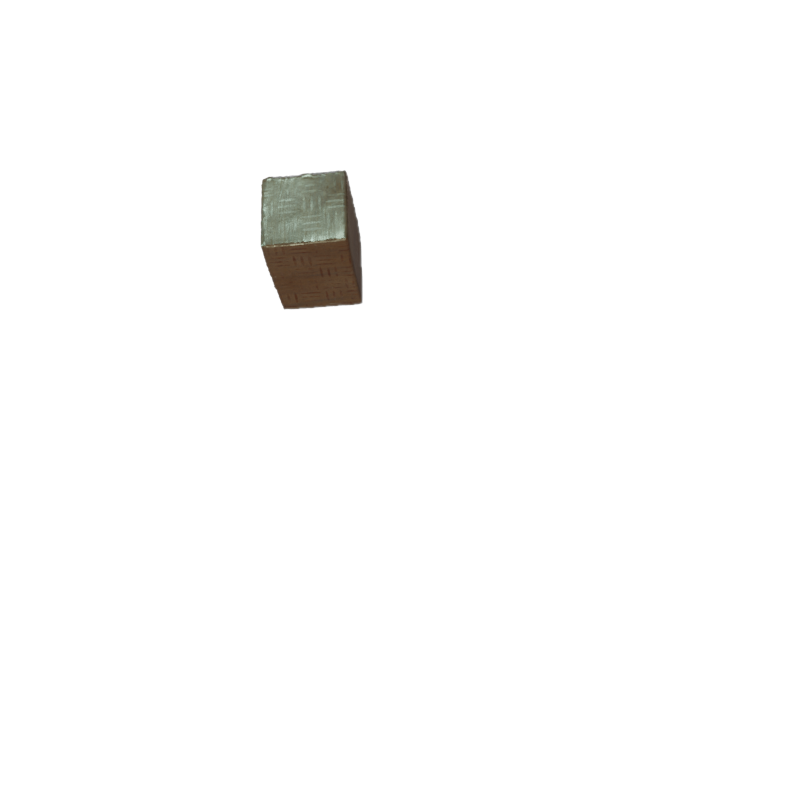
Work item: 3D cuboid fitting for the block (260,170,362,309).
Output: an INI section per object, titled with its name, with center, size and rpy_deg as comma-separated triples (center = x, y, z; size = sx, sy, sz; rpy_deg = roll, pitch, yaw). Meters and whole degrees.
[block]
center = -0.053, -0.097, 0.680
size = 0.053, 0.054, 0.073
rpy_deg = -4, -28, 5
